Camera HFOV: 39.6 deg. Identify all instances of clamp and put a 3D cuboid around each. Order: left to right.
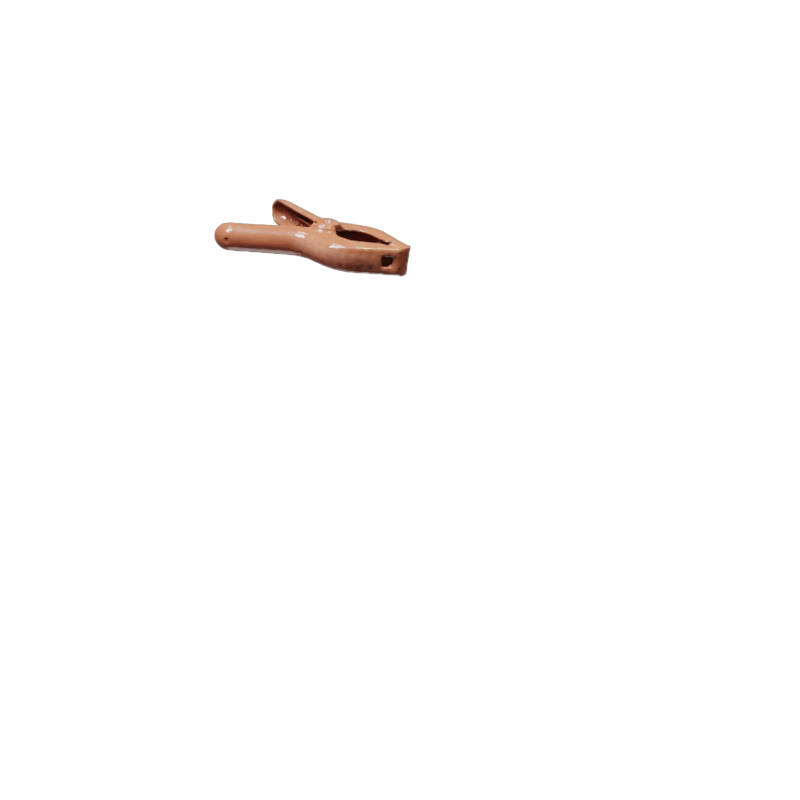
[{"bbox_3d":[-0.078,-0.142,0.997,0.180,0.037,0.120,18,33,30],"label":"clamp"}]
